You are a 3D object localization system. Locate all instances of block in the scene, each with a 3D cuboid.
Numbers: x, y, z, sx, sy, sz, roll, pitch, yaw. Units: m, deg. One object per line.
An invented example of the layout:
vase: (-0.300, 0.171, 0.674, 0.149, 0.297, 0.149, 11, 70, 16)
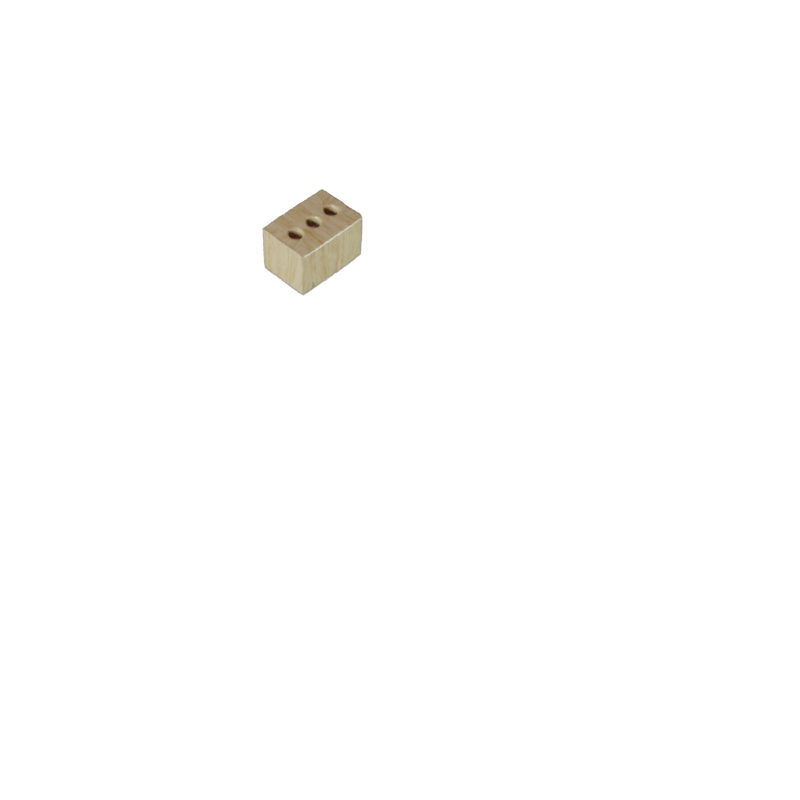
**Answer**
block: (-0.078, -0.142, 0.997, 0.056, 0.048, 0.079, 35, 56, 26)
